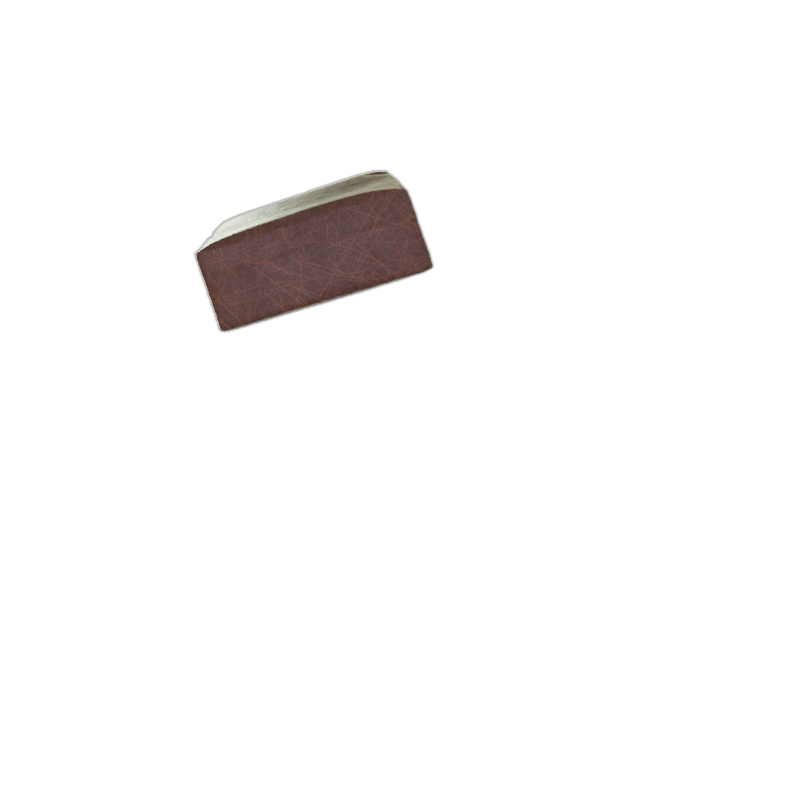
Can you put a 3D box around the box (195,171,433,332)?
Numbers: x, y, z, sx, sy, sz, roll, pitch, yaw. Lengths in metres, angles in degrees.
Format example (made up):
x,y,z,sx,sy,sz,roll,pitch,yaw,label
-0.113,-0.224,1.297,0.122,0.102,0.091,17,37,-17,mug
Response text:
x,y,z,sx,sy,sz,roll,pitch,yaw,label
-0.071,-0.129,0.901,0.164,0.070,0.220,-17,15,1,box
